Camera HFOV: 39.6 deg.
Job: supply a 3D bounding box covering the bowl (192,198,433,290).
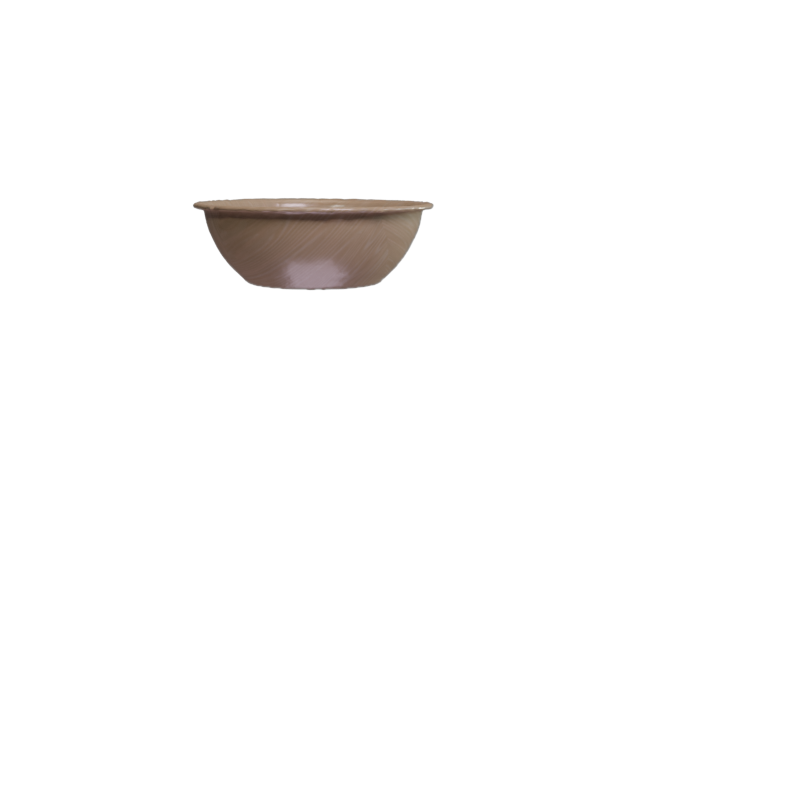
[{"bbox_3d":[-0.059,-0.107,0.749,0.162,0.054,0.166,0,12,-2],"label":"bowl"}]
